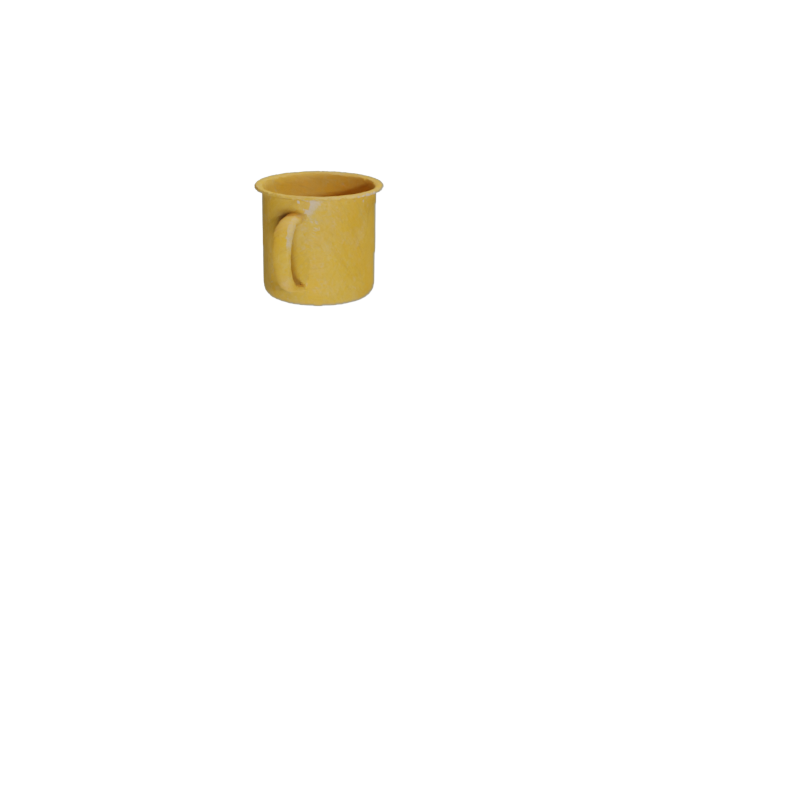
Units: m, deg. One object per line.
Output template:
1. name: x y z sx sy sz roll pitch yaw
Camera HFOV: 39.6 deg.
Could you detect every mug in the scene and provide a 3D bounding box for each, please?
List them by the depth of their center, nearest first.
1. mug: -0.062 -0.114 0.797 0.096 0.078 0.119 6 21 16
